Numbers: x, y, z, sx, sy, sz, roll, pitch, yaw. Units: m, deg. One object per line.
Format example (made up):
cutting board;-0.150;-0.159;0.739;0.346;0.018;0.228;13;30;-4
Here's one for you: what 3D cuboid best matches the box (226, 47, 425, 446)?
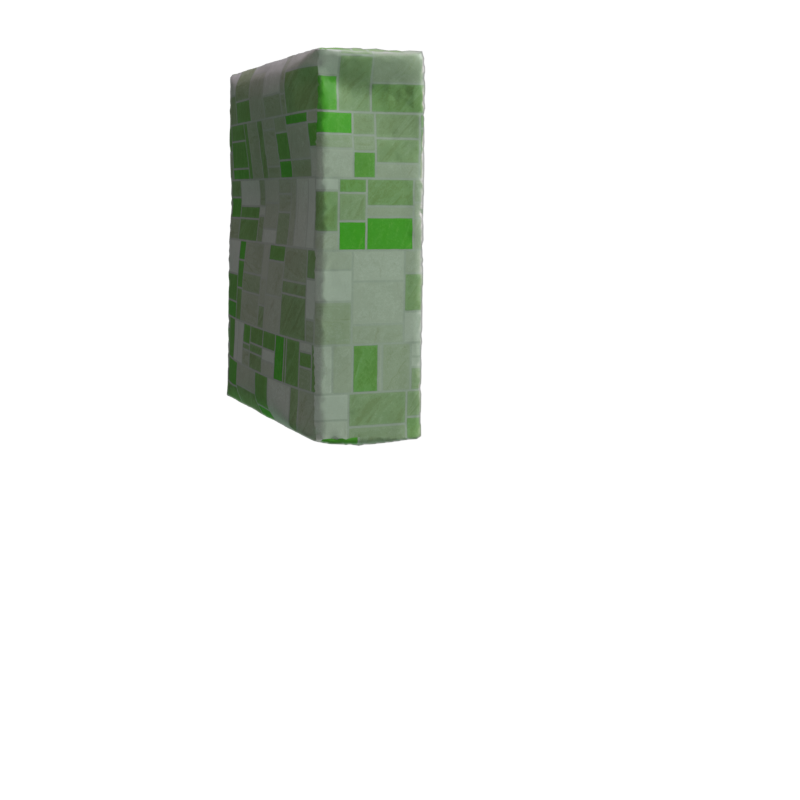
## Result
box;-0.052;-0.095;0.663;0.070;0.212;0.171;-1;6;-25
